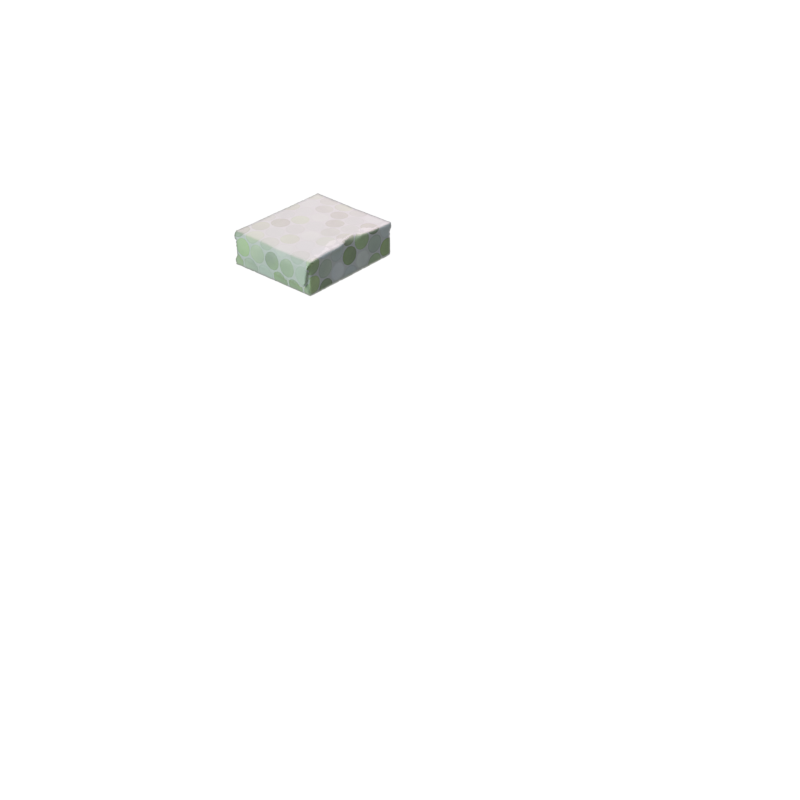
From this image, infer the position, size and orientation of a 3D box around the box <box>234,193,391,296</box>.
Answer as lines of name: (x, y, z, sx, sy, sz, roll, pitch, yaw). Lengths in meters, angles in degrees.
box: (-0.062, -0.113, 0.790, 0.078, 0.028, 0.089, 25, 40, 34)
